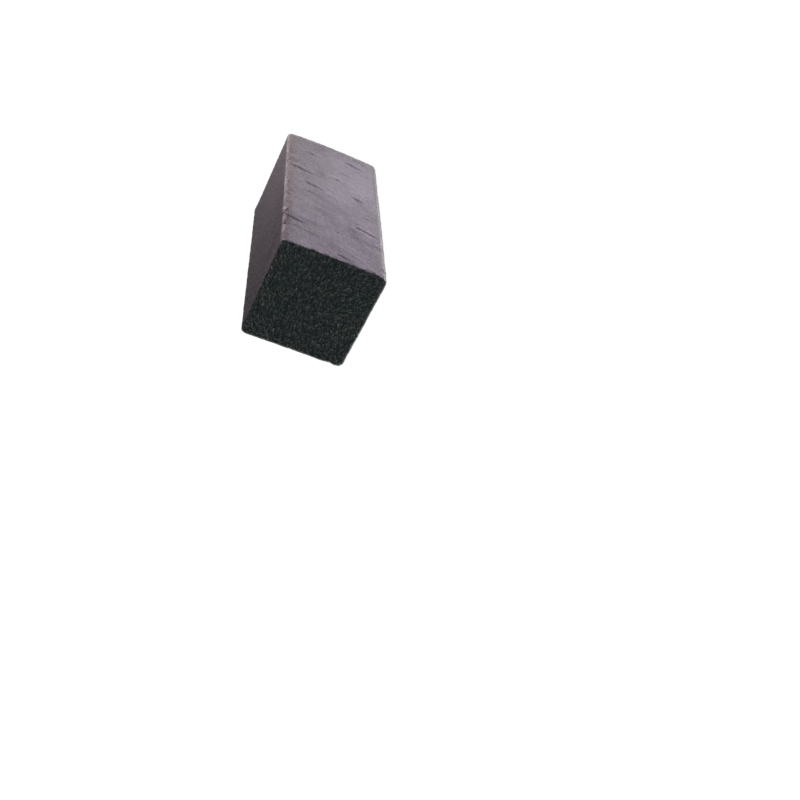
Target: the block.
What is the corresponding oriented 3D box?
[{"bbox_3d":[-0.073,-0.135,0.945,0.088,0.087,0.220,20,30,-16],"label":"block"}]
